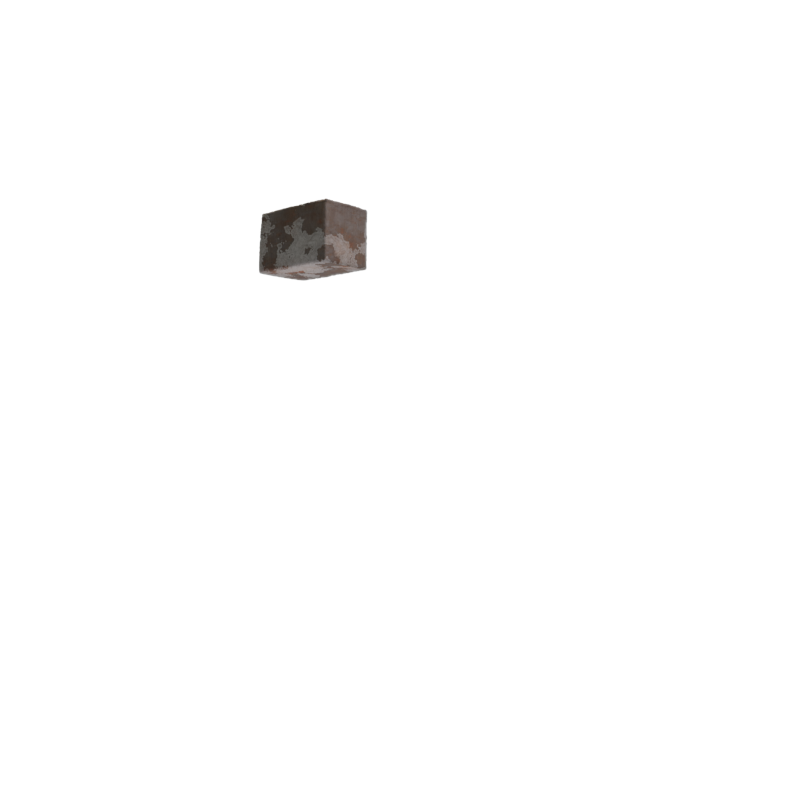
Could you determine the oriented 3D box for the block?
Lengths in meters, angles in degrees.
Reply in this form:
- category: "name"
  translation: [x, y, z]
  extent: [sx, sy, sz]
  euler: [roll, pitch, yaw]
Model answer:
- category: "block"
  translation: [-0.072, -0.131, 0.921]
  extent: [0.080, 0.053, 0.050]
  euler: [-6, -10, 41]
